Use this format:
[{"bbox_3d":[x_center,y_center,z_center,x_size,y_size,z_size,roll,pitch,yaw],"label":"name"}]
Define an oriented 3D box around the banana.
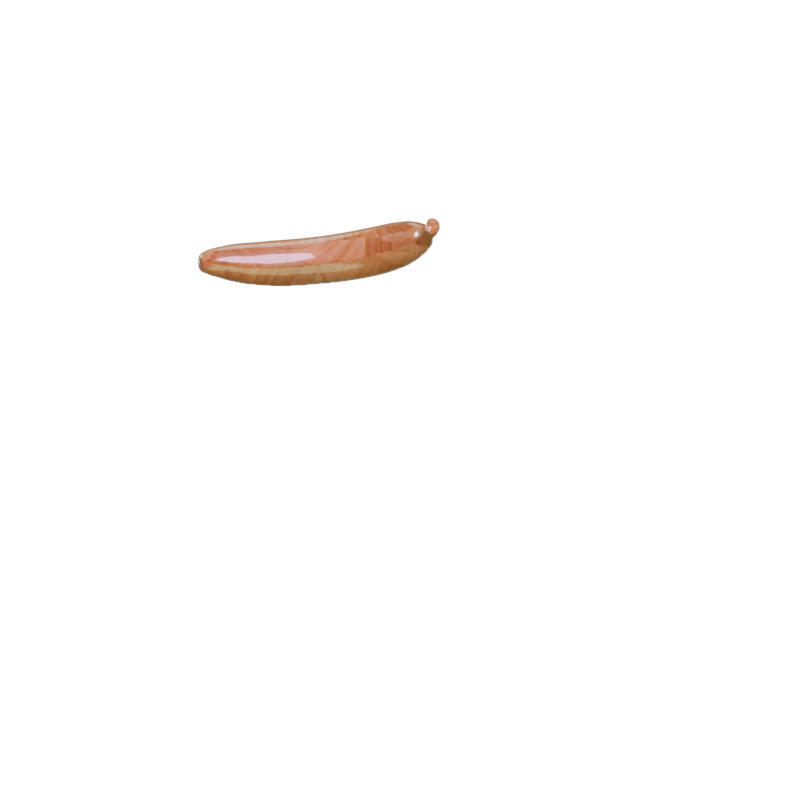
[{"bbox_3d":[-0.057,-0.116,0.865,0.201,0.039,0.065,-8,-23,19],"label":"banana"}]
